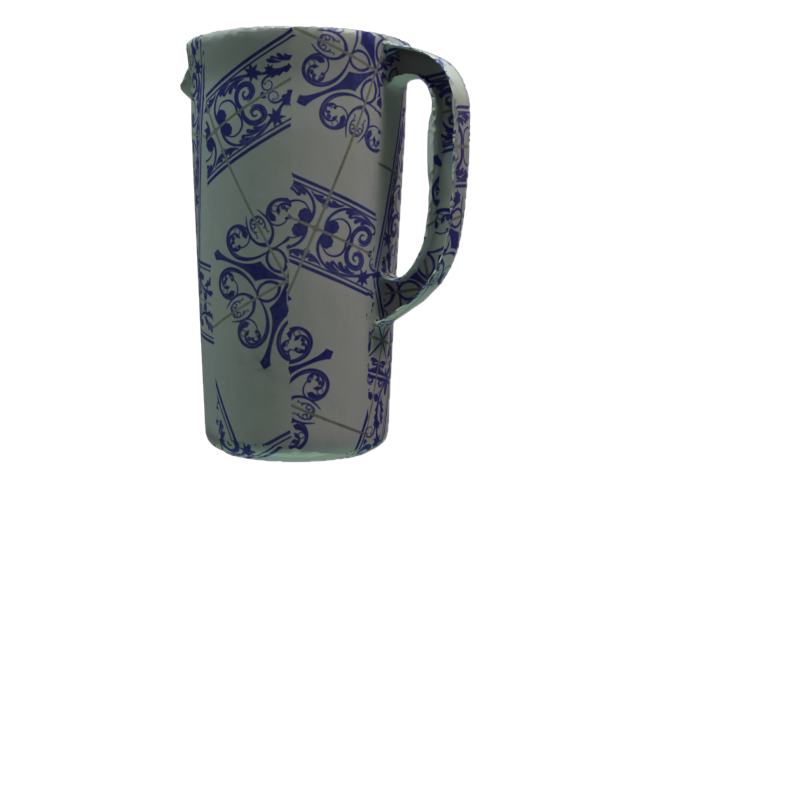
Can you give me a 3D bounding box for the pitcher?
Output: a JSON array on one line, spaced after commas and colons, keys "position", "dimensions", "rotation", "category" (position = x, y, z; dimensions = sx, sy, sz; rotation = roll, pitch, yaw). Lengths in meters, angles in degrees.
[{"position": [-0.051, -0.092, 0.647], "dimensions": [0.142, 0.243, 0.153], "rotation": [-1, 2, -18], "category": "pitcher"}]
